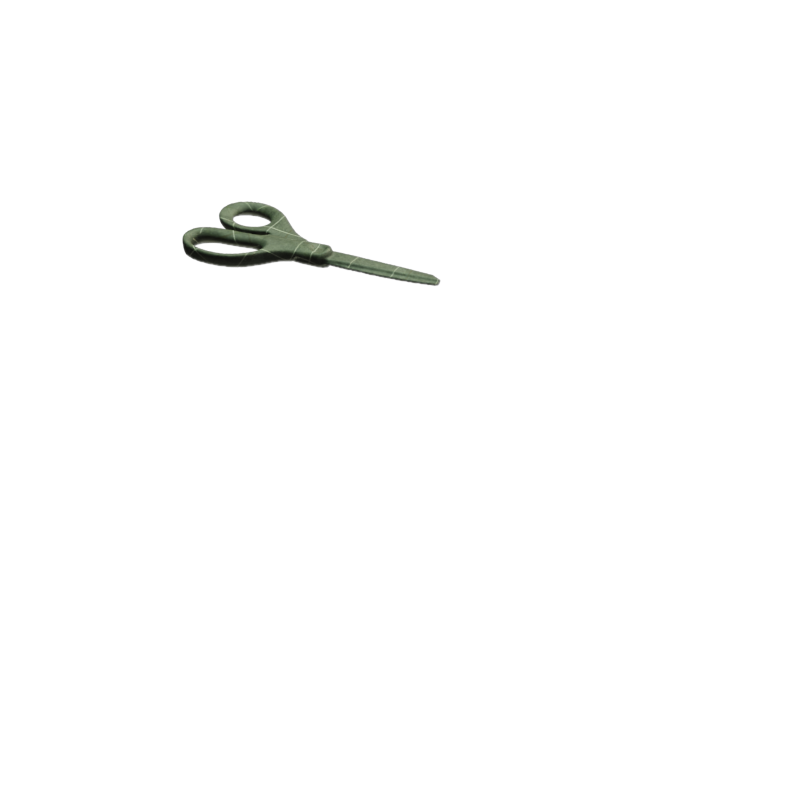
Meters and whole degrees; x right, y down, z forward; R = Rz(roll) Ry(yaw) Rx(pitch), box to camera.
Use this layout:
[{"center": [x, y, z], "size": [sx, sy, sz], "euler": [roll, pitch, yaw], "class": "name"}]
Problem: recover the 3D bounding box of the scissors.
[{"center": [-0.068, -0.124, 0.868], "size": [0.204, 0.015, 0.102], "euler": [5, 37, 6], "class": "scissors"}]
